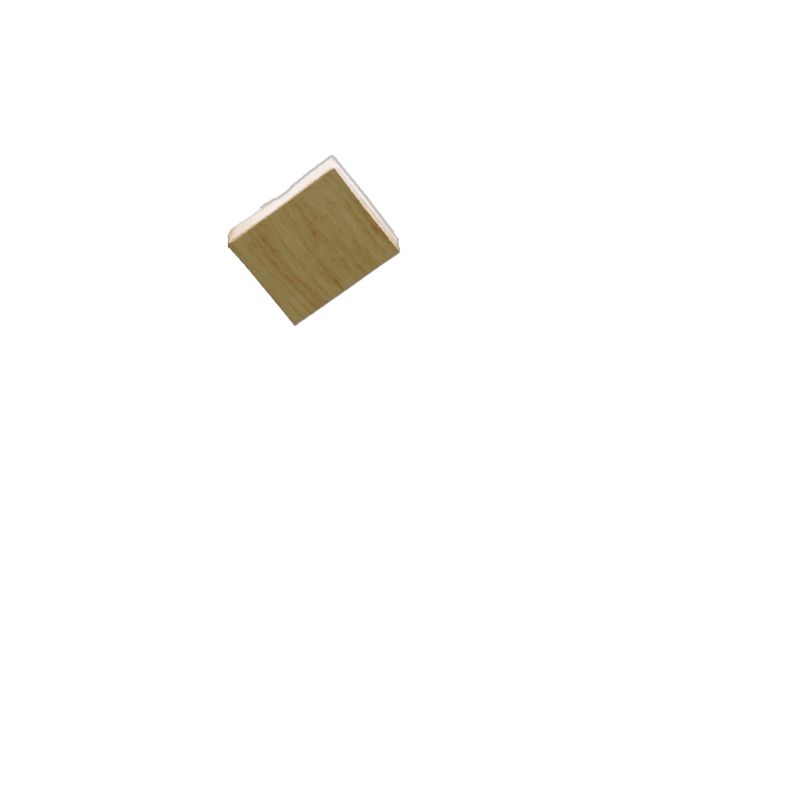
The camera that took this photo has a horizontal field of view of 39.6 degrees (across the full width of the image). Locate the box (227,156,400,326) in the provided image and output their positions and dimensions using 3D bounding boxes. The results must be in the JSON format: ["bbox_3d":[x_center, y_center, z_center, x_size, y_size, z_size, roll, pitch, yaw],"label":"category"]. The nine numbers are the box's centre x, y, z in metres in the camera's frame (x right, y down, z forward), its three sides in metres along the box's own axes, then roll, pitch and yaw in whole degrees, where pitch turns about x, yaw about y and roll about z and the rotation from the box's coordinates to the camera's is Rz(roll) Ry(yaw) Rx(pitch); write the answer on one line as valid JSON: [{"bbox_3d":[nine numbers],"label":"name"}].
[{"bbox_3d":[-0.057,-0.103,0.723,0.089,0.070,0.032,-34,19,13],"label":"box"}]
